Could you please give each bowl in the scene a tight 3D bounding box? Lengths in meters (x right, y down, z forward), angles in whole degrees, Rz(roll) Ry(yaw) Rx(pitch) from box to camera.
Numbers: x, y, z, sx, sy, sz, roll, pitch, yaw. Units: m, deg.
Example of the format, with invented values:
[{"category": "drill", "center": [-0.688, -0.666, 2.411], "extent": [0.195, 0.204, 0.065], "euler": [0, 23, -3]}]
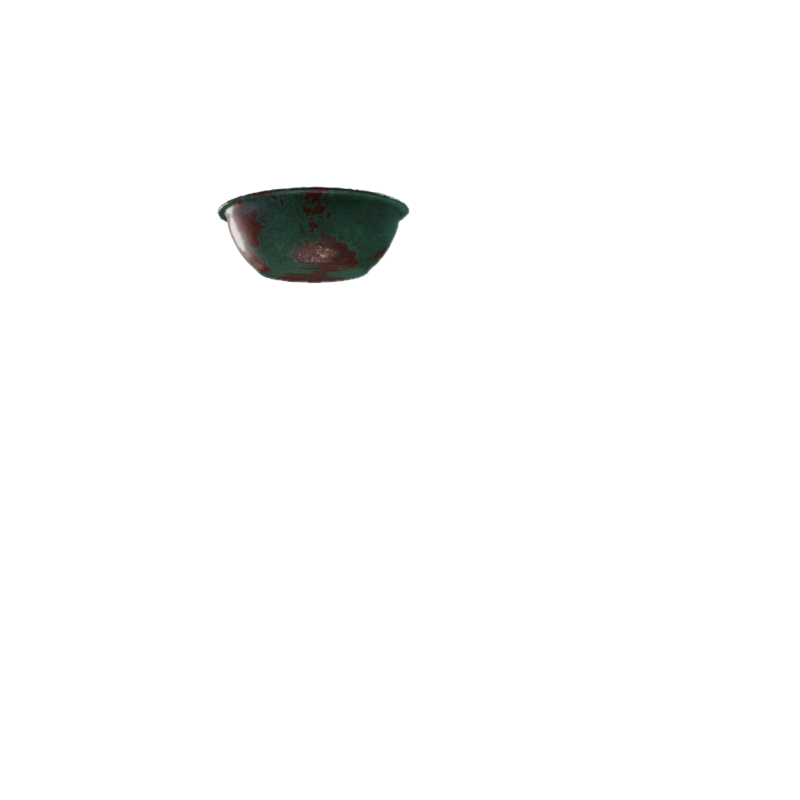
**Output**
[{"category": "bowl", "center": [-0.073, -0.133, 0.933], "extent": [0.162, 0.056, 0.159], "euler": [0, -5, -2]}]
